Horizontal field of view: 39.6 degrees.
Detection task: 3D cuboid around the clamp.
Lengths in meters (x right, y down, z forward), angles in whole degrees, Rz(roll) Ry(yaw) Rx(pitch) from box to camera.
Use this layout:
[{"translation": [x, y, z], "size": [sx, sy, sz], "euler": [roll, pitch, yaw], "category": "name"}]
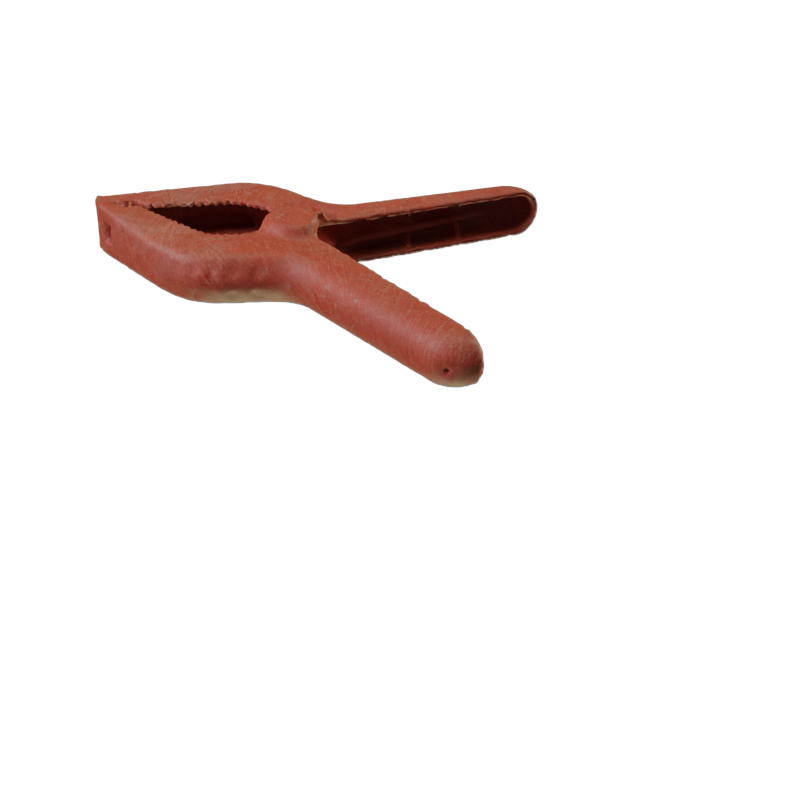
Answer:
[{"translation": [-0.041, -0.074, 0.521], "size": [0.217, 0.034, 0.168], "euler": [13, 33, 20], "category": "clamp"}]
